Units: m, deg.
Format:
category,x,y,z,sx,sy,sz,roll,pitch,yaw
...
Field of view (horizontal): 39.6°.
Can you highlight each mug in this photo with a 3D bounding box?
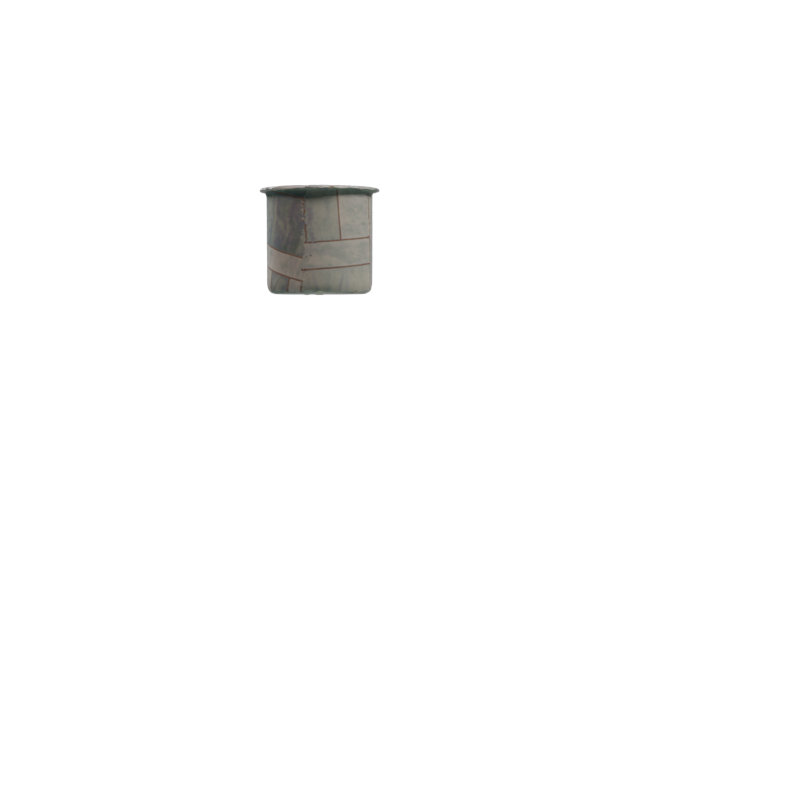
category,x,y,z,sx,sy,sz,roll,pitch,yaw
mug,-0.068,-0.124,0.869,0.090,0.081,0.121,-2,5,-27
